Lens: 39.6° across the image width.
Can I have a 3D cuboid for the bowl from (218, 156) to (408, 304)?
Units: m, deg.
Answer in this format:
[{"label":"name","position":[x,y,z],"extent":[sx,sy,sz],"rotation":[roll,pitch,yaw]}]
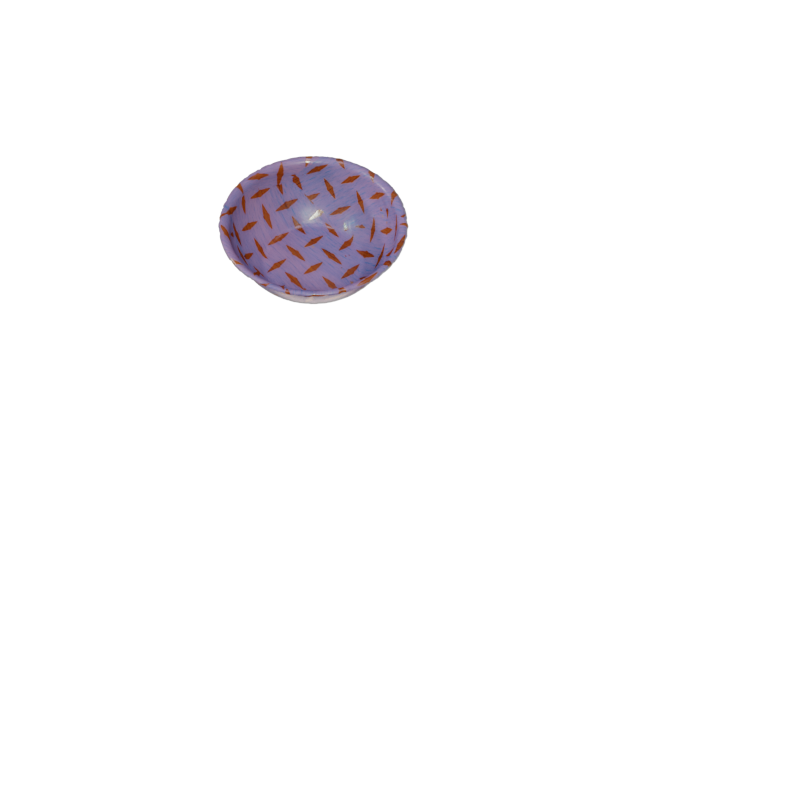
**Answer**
[{"label":"bowl","position":[-0.076,-0.138,0.967],"extent":[0.162,0.174,0.051],"rotation":[-1,-38,-1]}]
